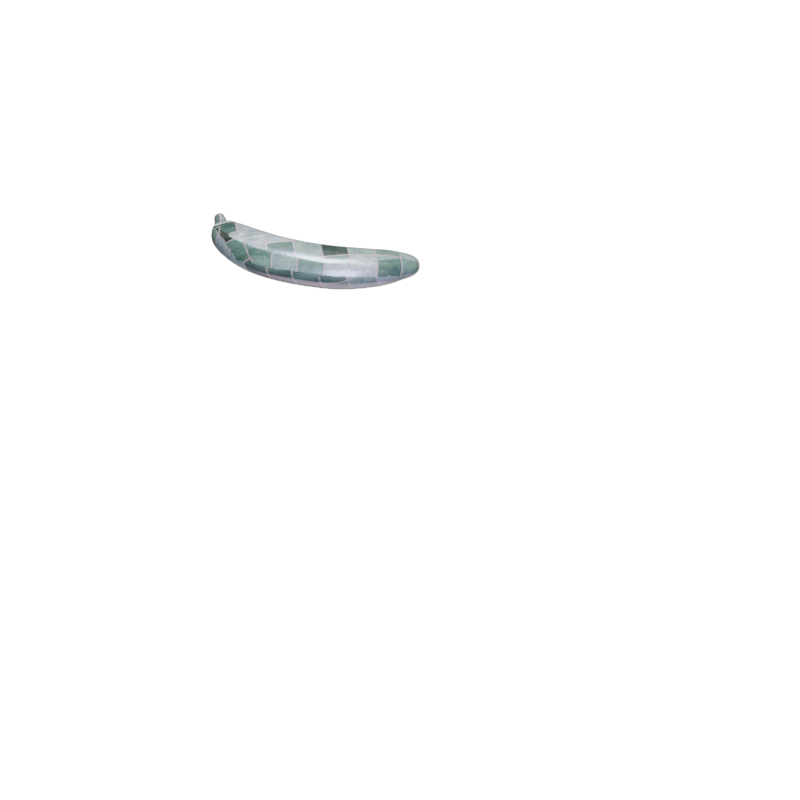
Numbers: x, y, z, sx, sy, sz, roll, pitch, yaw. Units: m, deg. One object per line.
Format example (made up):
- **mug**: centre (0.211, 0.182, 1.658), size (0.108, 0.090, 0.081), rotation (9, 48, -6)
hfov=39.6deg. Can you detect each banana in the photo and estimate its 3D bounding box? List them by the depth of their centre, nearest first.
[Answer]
- **banana**: centre (-0.085, -0.127, 0.953), size (0.204, 0.034, 0.072), rotation (16, 44, 17)
